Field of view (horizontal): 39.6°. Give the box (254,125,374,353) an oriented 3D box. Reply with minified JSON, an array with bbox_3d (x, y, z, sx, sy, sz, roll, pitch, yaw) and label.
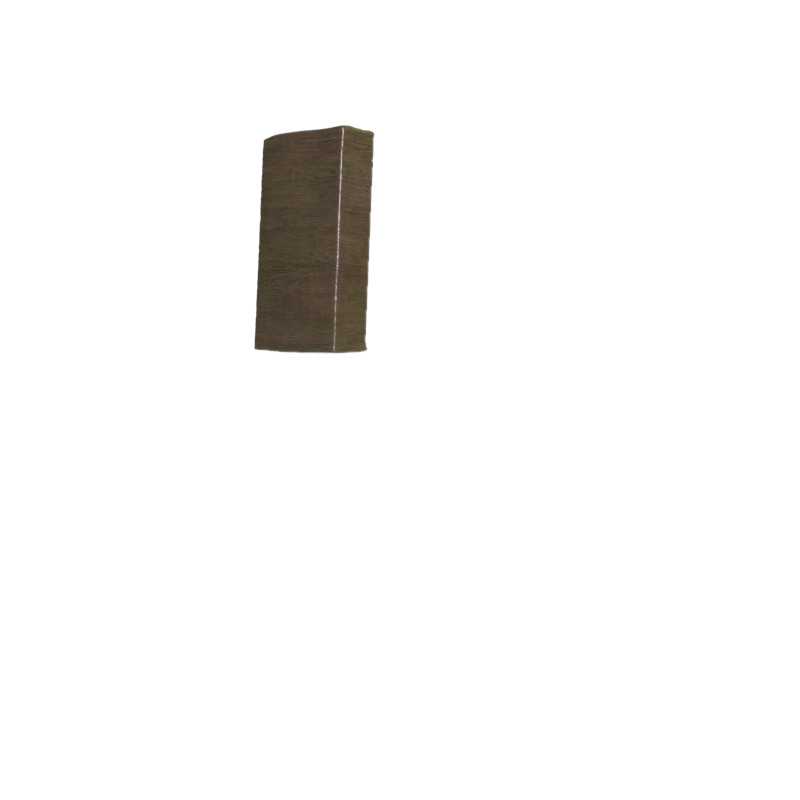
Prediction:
[{"bbox_3d":[-0.070,-0.126,0.885,0.097,0.178,0.046,-2,-4,42],"label":"box"}]
